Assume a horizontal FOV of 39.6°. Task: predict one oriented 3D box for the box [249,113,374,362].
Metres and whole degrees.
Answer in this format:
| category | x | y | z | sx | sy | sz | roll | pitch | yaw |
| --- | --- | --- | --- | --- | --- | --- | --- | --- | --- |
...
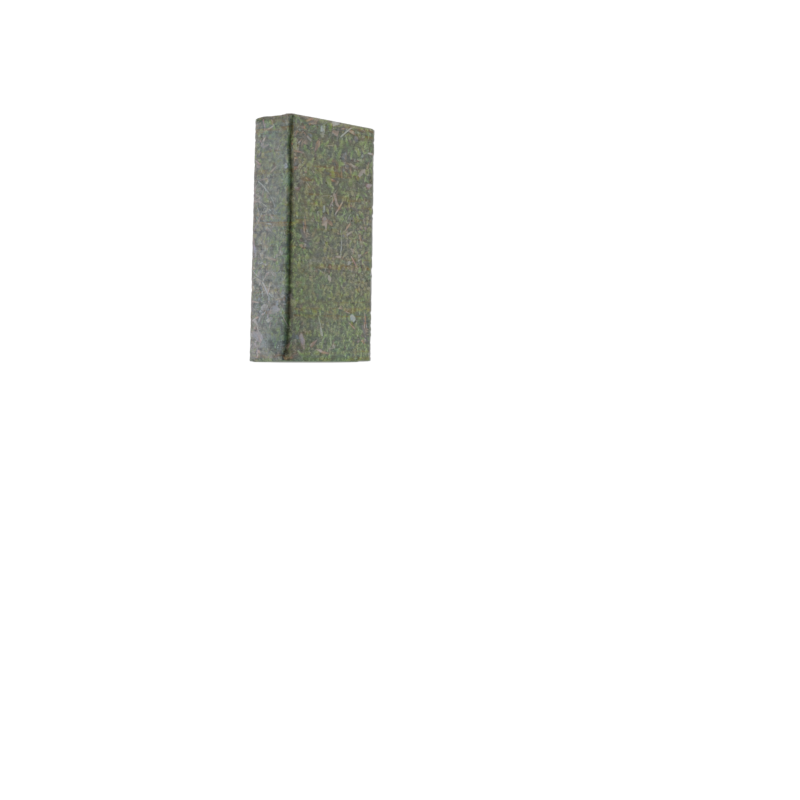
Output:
| category | x | y | z | sx | sy | sz | roll | pitch | yaw |
| --- | --- | --- | --- | --- | --- | --- | --- | --- | --- |
| box | -0.064 | -0.116 | 0.813 | 0.050 | 0.178 | 0.089 | -4 | -5 | 41 |
